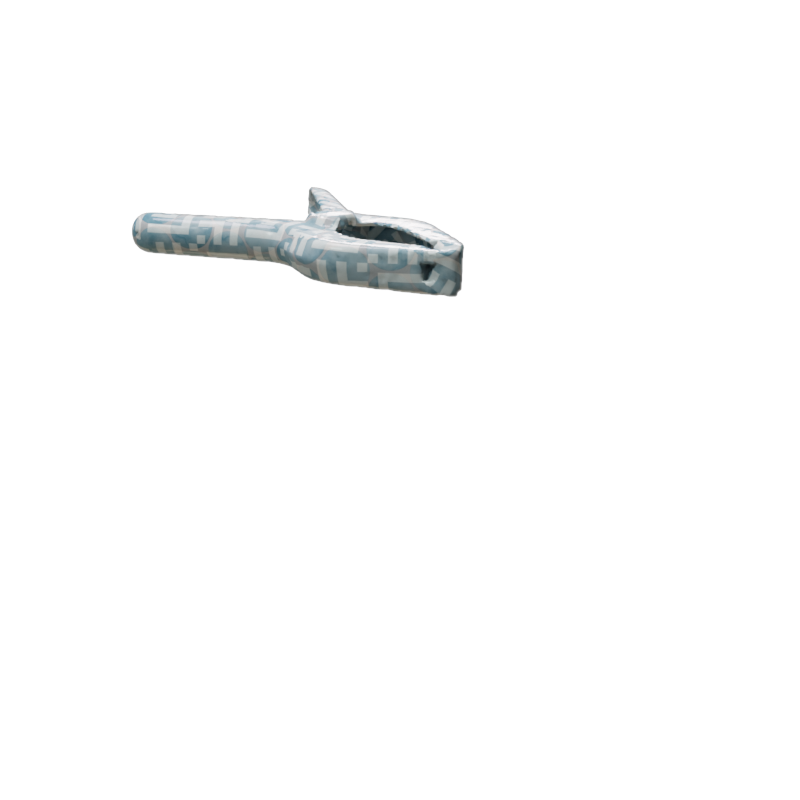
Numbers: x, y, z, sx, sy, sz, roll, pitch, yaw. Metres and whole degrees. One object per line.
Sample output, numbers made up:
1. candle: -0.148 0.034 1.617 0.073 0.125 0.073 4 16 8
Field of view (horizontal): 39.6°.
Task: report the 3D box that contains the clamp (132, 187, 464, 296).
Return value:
1. clamp: -0.053 -0.097 0.679 0.161 0.035 0.223 -16 26 -36
